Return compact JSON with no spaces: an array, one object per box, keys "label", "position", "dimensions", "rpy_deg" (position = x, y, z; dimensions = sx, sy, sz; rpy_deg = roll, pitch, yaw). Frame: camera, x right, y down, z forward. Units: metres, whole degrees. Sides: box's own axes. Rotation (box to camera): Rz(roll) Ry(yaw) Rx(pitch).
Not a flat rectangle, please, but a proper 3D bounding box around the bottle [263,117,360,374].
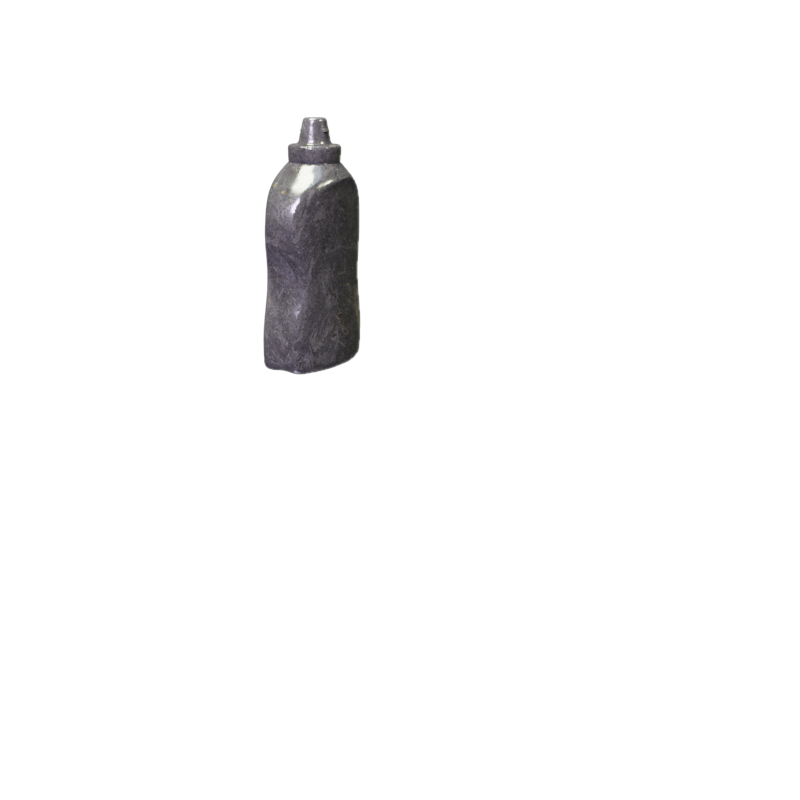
[{"label":"bottle","position":[-0.067,-0.123,0.860],"dimensions":[0.061,0.187,0.094],"rpy_deg":[7,12,32]}]
